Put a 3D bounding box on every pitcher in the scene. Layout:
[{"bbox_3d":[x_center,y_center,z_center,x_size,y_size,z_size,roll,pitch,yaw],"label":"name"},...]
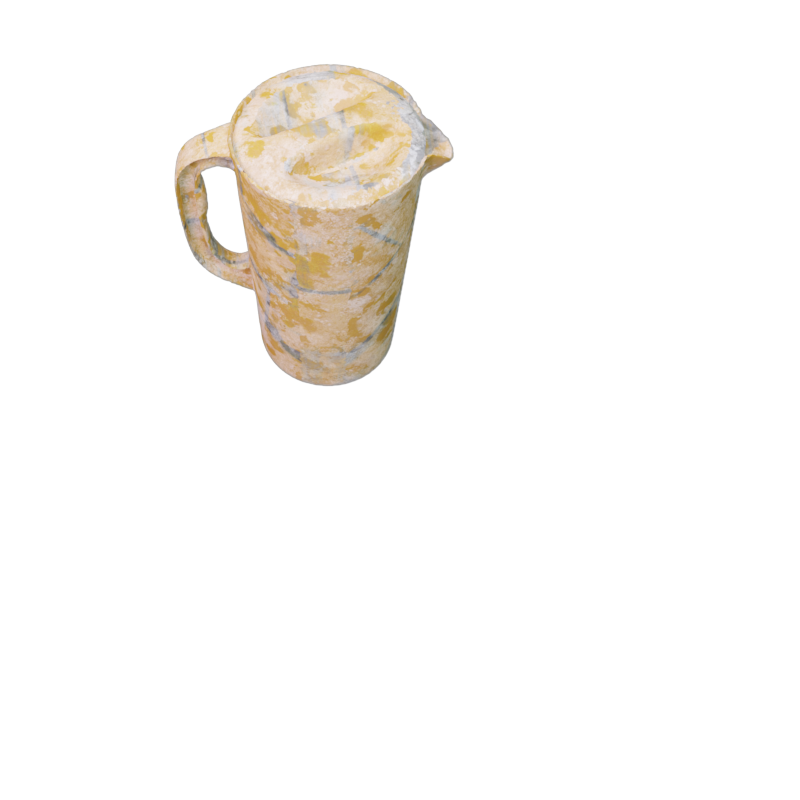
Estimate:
[{"bbox_3d":[-0.064,-0.116,0.815,0.157,0.147,0.227,37,-29,21],"label":"pitcher"}]
